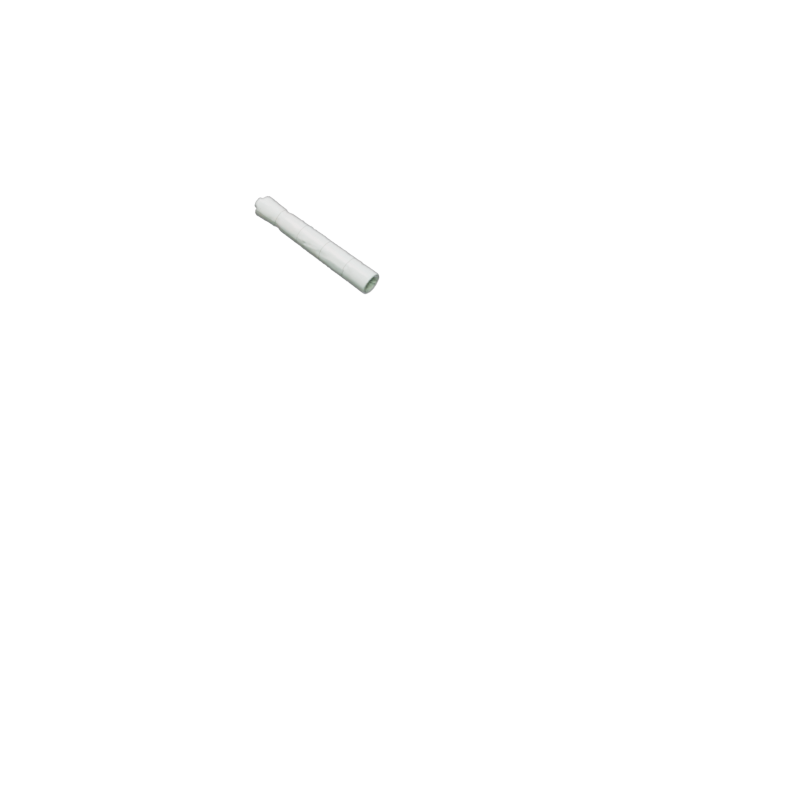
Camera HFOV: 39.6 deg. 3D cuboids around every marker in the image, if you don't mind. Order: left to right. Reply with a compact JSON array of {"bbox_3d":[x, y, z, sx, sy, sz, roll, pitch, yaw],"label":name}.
[{"bbox_3d":[-0.067,-0.123,0.861,0.128,0.019,0.019,38,20,24],"label":"marker"}]
